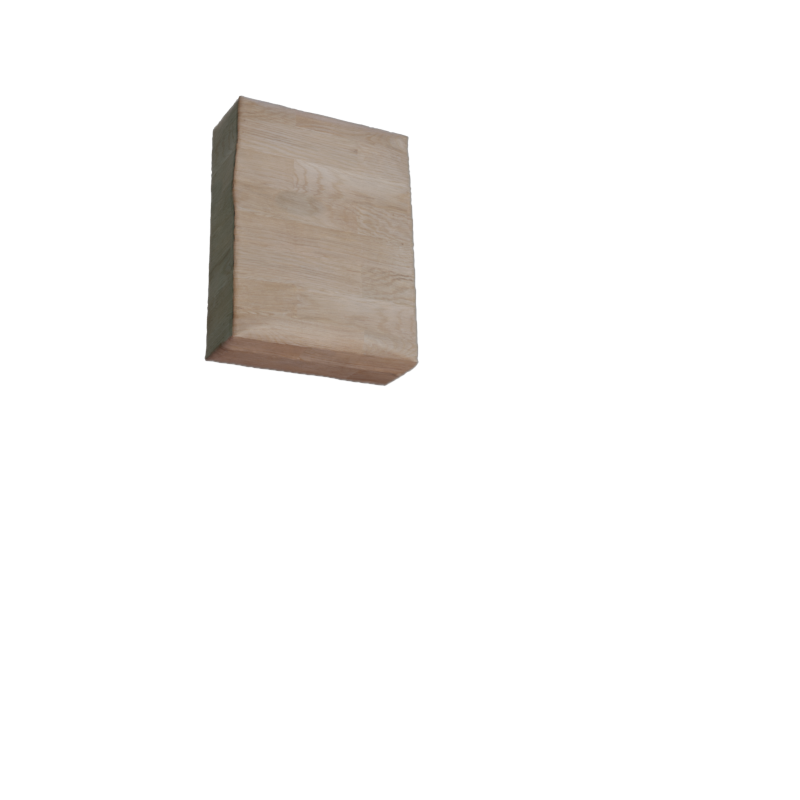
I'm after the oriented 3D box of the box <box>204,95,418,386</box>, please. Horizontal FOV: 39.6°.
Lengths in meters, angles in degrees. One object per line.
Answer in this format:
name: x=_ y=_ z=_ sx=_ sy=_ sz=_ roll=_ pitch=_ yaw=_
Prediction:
box: x=-0.072 y=-0.130 z=0.914 sx=0.158 sy=0.225 sz=0.071 roll=9 pitch=-25 yaw=-24
